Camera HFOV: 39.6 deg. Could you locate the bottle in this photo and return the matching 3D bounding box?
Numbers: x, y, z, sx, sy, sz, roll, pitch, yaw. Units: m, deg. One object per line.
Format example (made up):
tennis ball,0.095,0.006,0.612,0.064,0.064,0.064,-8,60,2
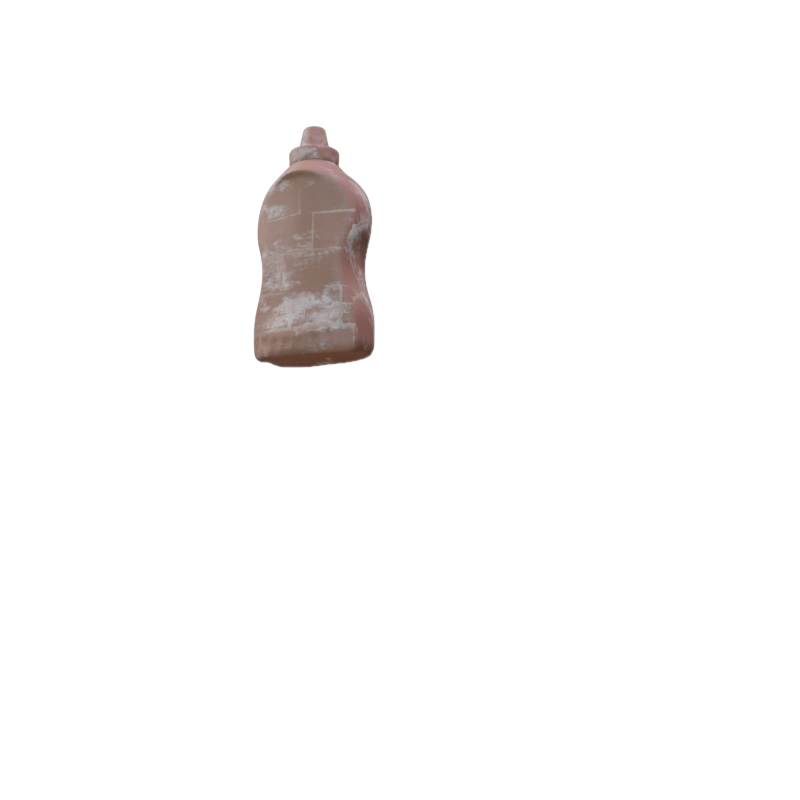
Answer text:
bottle,-0.069,-0.125,0.880,0.098,0.199,0.055,-10,-17,31
